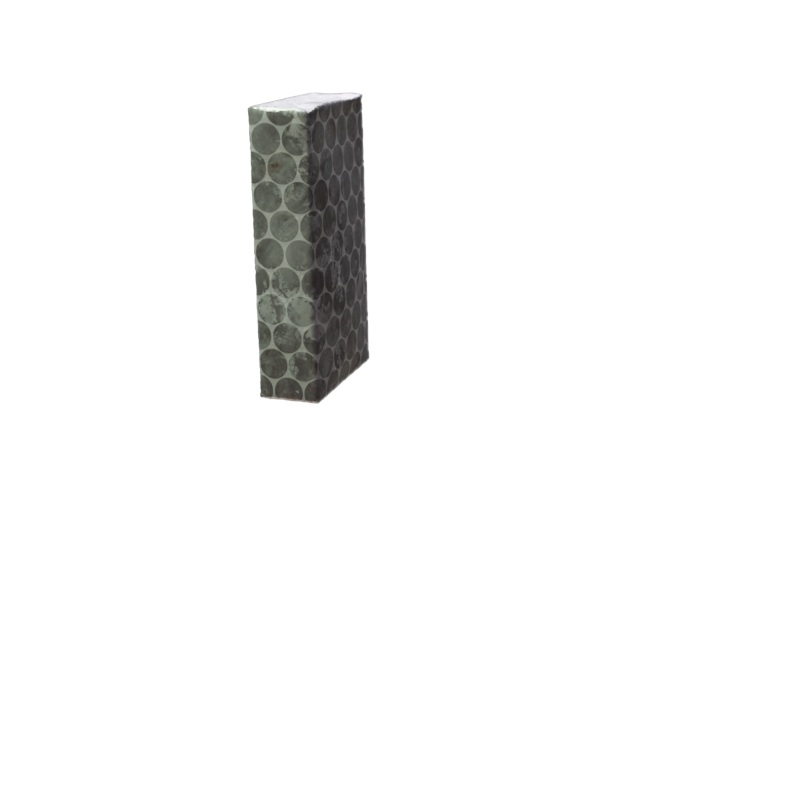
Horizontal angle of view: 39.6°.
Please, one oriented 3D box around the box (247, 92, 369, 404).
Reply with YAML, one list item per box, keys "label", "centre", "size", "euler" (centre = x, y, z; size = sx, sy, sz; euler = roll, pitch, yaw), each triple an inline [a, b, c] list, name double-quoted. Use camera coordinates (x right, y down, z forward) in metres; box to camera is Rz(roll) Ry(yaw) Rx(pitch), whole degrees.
- label: "box"
  centre: [-0.053, -0.097, 0.682]
  size: [0.049, 0.170, 0.094]
  euler: [6, 16, 18]
